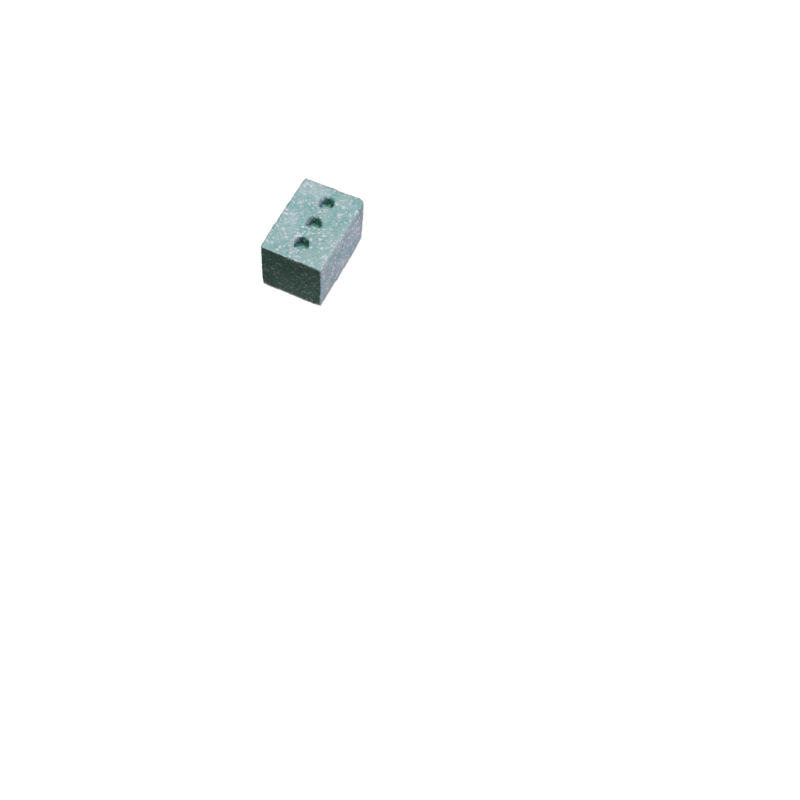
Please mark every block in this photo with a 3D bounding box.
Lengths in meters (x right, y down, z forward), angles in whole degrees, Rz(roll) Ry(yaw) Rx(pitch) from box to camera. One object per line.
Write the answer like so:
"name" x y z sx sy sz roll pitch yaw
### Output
"block" -0.068 -0.124 0.865 0.054 0.081 0.048 21 -31 11
